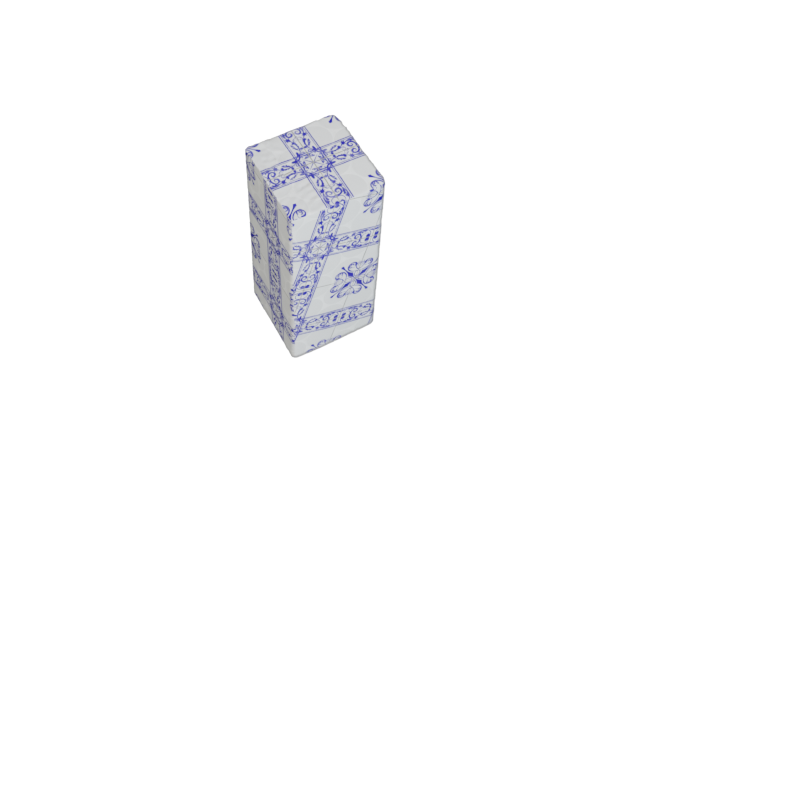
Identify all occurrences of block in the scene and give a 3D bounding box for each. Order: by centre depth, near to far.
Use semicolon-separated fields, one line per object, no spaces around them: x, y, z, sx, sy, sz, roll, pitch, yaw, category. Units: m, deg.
-0.077;-0.142;0.993;0.090;0.097;0.193;-24;-29;-18;block
